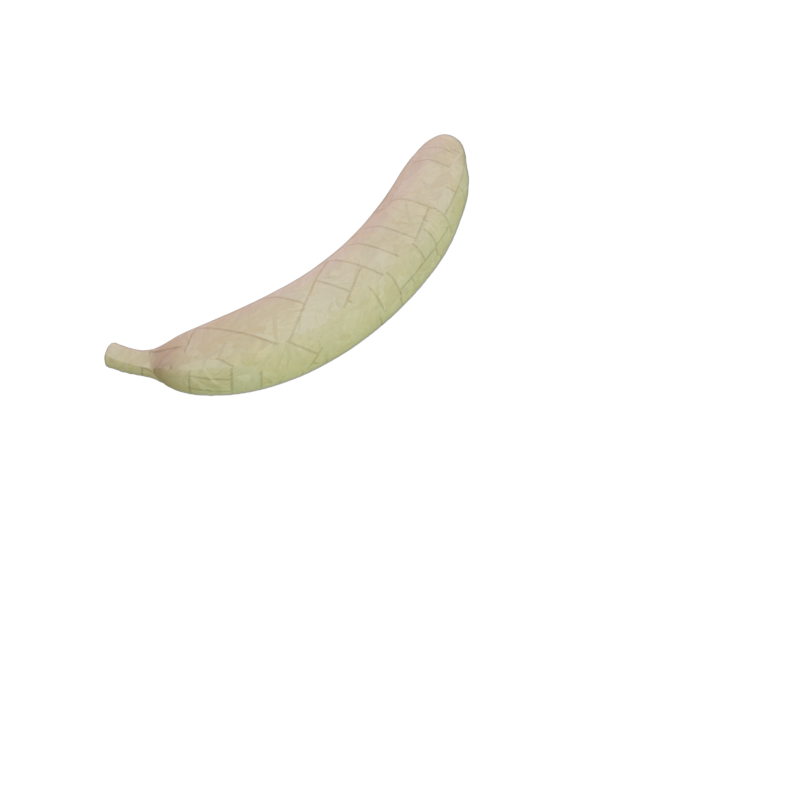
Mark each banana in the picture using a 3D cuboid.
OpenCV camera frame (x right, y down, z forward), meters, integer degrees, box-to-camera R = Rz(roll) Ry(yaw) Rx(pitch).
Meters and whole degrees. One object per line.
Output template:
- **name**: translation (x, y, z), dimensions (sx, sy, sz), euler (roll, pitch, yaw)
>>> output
- **banana**: translation (-0.029, -0.055, 0.478), dimensions (0.199, 0.074, 0.034), euler (-35, -29, -23)
